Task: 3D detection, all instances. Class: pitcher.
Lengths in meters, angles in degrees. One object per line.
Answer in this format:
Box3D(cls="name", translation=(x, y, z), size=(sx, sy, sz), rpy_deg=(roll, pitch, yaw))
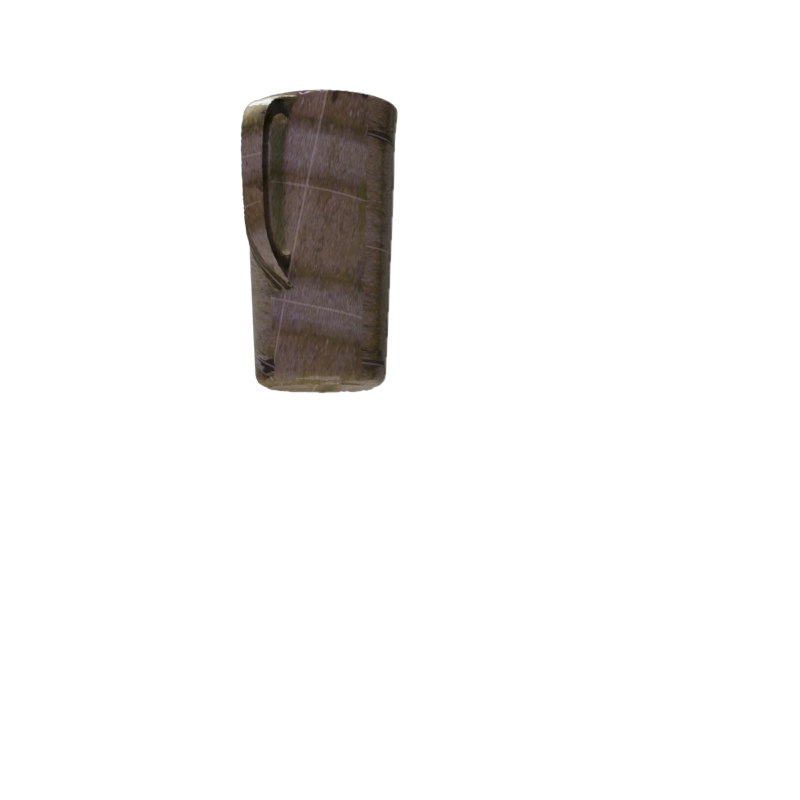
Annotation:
Box3D(cls="pitcher", translation=(-0.072, -0.132, 0.926), size=(0.146, 0.250, 0.145), rpy_deg=(2, -10, -17))
